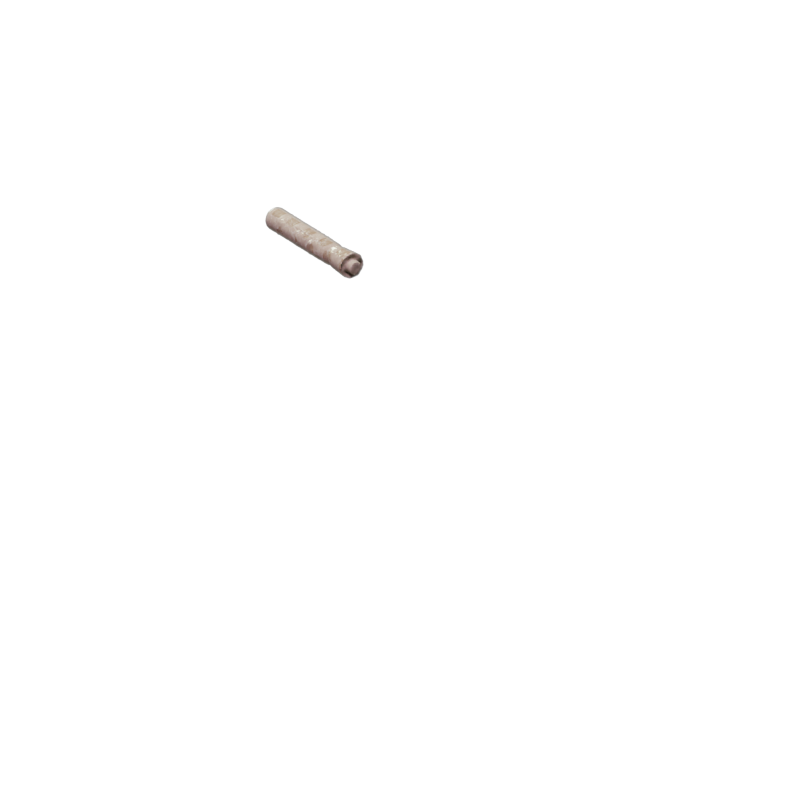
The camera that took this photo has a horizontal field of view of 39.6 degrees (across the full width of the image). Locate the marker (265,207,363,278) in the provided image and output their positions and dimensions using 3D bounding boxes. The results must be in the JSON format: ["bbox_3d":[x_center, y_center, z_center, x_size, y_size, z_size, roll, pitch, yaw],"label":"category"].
[{"bbox_3d":[-0.063,-0.115,0.807,0.019,0.019,0.130,-3,24,-33],"label":"marker"}]
